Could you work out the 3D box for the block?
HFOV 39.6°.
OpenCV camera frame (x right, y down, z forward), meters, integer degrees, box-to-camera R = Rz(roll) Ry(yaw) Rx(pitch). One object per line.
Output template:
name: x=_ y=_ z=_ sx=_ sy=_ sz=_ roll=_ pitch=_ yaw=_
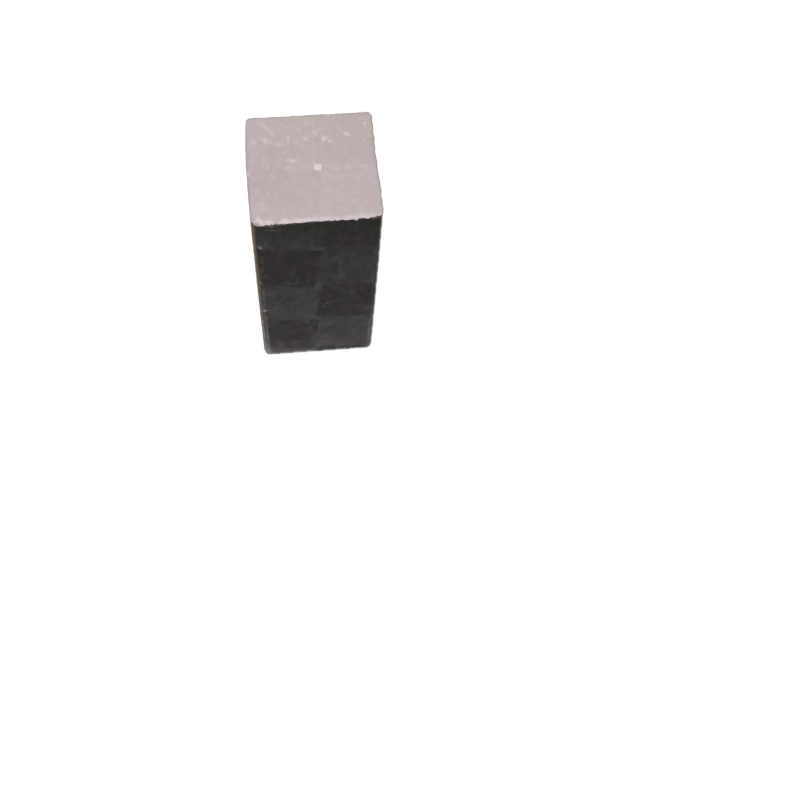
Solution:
block: x=-0.066 y=-0.119 z=0.839 sx=0.090 sy=0.096 sz=0.195 roll=-4 pitch=-24 yaw=-5
